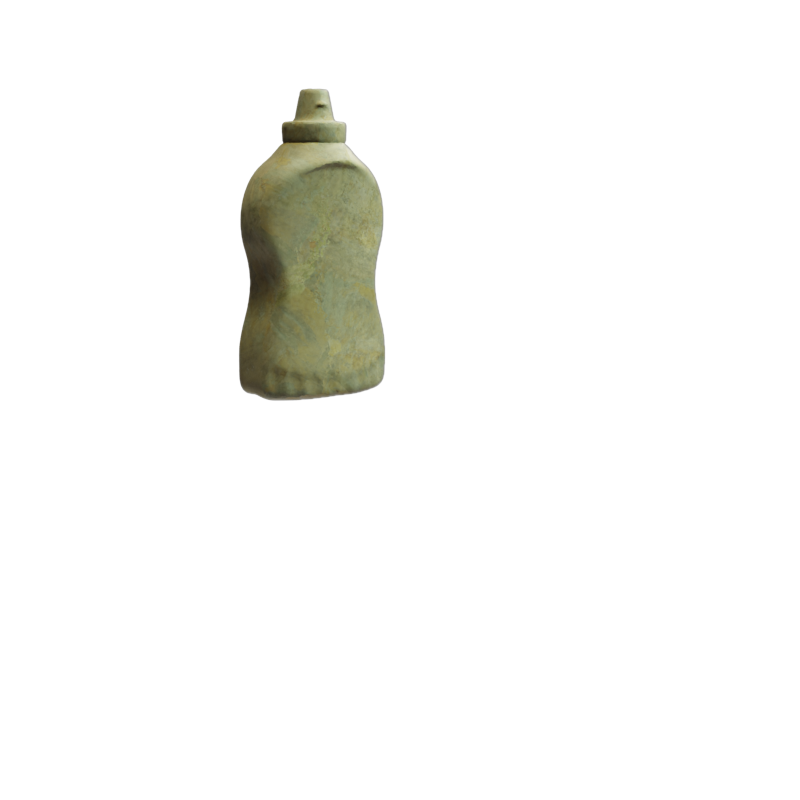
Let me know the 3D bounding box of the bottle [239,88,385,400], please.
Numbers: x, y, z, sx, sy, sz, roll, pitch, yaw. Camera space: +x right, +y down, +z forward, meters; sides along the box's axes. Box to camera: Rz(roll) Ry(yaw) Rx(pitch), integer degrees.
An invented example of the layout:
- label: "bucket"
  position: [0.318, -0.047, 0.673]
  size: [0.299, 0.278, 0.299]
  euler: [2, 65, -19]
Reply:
- label: "bottle"
  position: [-0.055, -0.100, 0.703]
  size: [0.093, 0.190, 0.061]
  euler: [-3, 6, -33]
